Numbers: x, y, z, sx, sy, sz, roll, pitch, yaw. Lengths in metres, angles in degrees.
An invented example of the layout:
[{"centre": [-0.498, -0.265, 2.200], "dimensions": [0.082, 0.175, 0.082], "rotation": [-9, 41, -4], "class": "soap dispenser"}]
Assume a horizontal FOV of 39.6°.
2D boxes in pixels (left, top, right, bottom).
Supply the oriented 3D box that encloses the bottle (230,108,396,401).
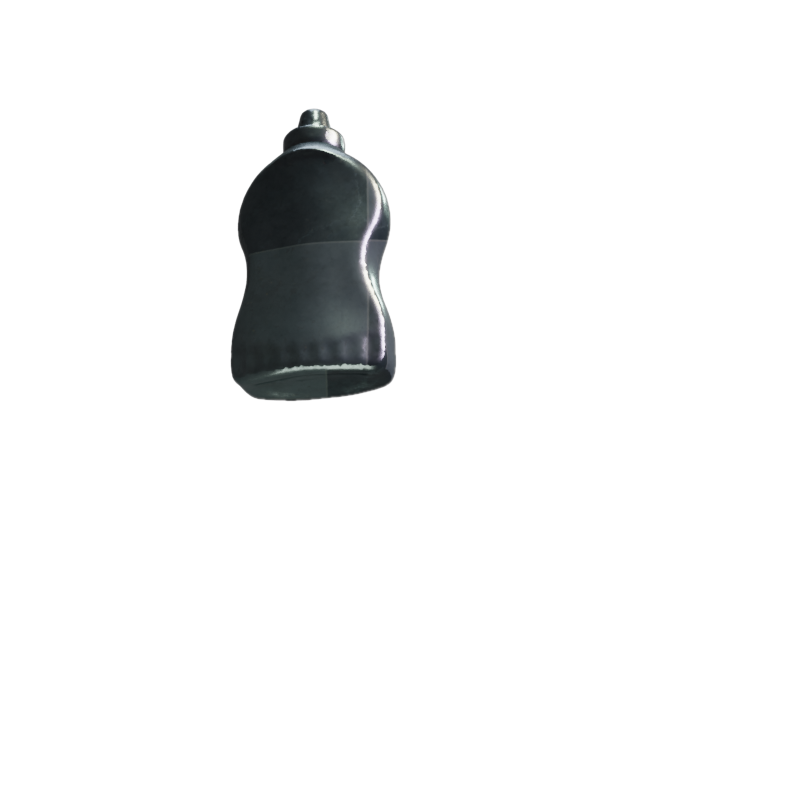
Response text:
[{"centre": [-0.054, -0.099, 0.694], "dimensions": [0.097, 0.203, 0.054], "rotation": [-9, -26, 14], "class": "bottle"}]
